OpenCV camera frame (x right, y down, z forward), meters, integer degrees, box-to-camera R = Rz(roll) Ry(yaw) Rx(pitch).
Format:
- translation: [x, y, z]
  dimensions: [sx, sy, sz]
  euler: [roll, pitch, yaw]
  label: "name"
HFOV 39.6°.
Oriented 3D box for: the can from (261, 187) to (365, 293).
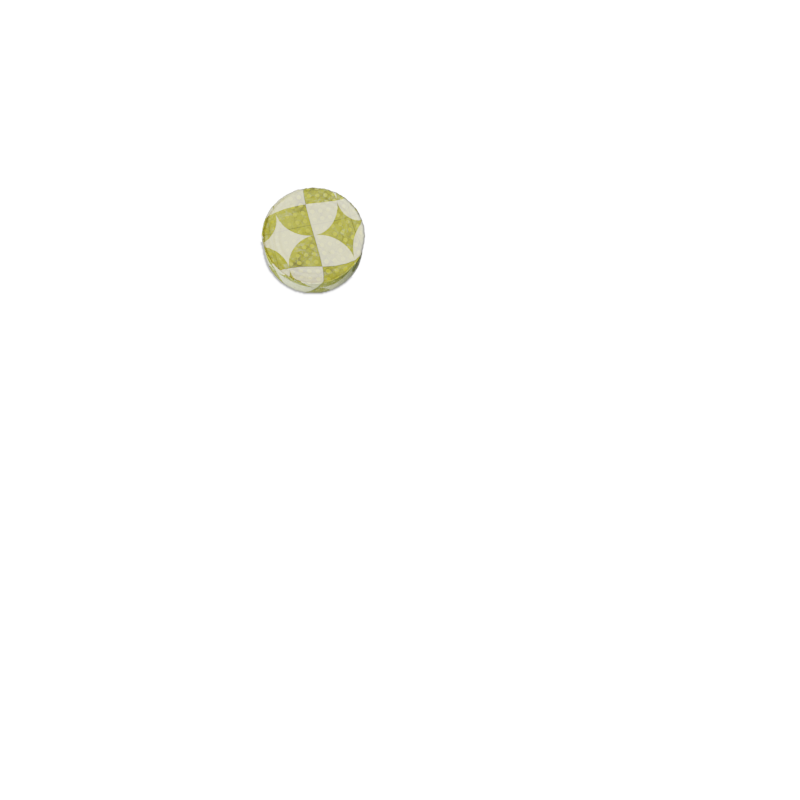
- translation: [-0.073, -0.134, 0.935]
  dimensions: [0.086, 0.090, 0.032]
  euler: [-1, -19, -1]
  label: "can"
